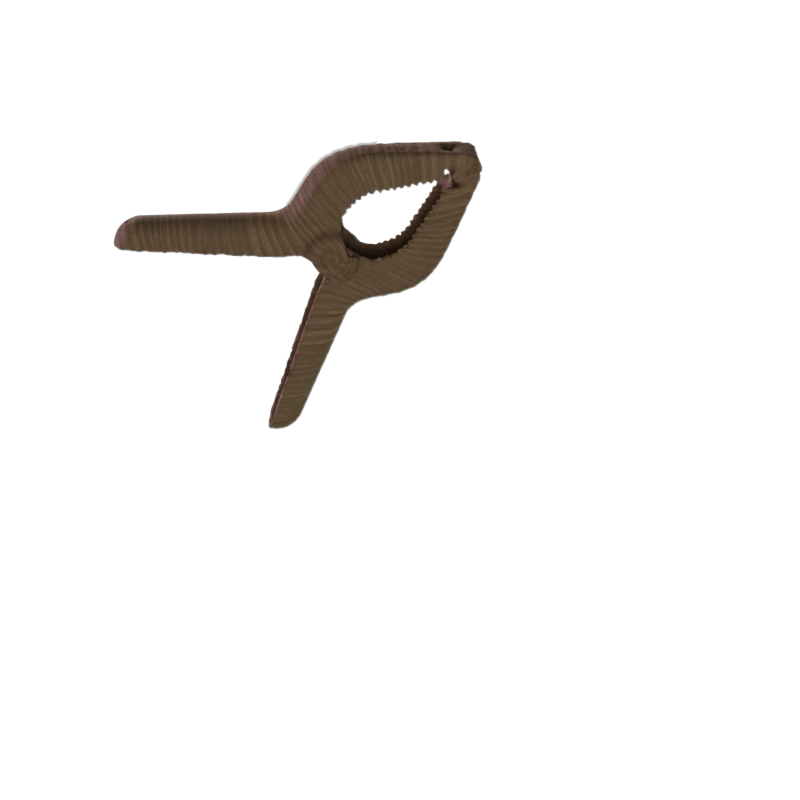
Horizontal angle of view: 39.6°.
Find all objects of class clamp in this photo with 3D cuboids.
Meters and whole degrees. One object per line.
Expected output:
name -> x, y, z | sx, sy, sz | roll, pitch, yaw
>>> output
clamp -> -0.051, -0.092, 0.646 | 0.208, 0.157, 0.038 | -38, 21, 17
